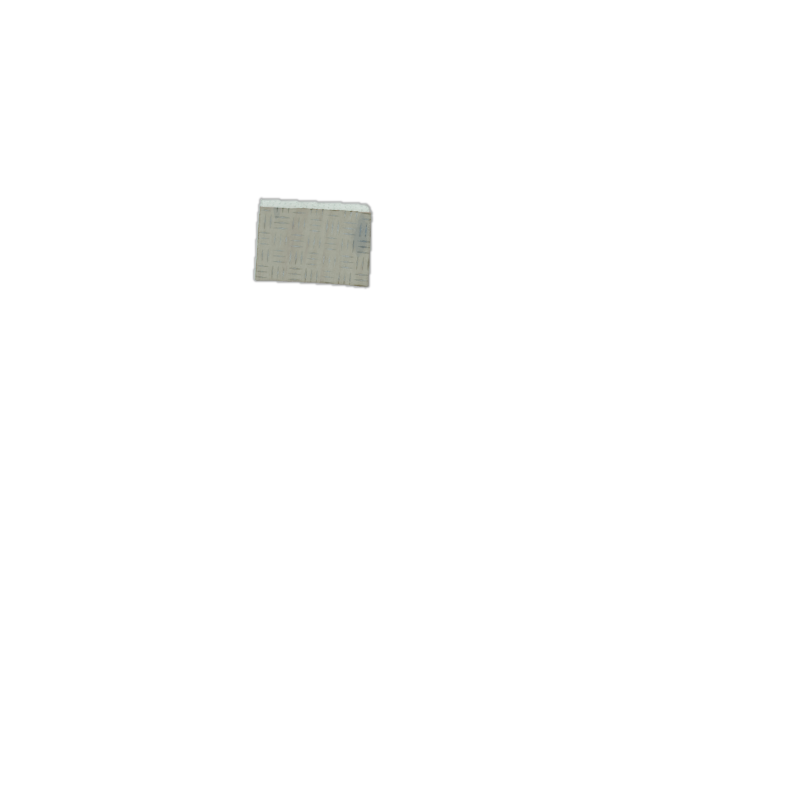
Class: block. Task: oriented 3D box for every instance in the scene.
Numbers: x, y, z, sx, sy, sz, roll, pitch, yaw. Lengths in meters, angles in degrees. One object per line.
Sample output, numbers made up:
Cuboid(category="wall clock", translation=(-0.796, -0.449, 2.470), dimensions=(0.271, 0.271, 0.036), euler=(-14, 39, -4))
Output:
Cuboid(category="block", translation=(-0.059, -0.108, 0.757), dimensions=(0.078, 0.052, 0.052), euler=(4, 11, -2))
